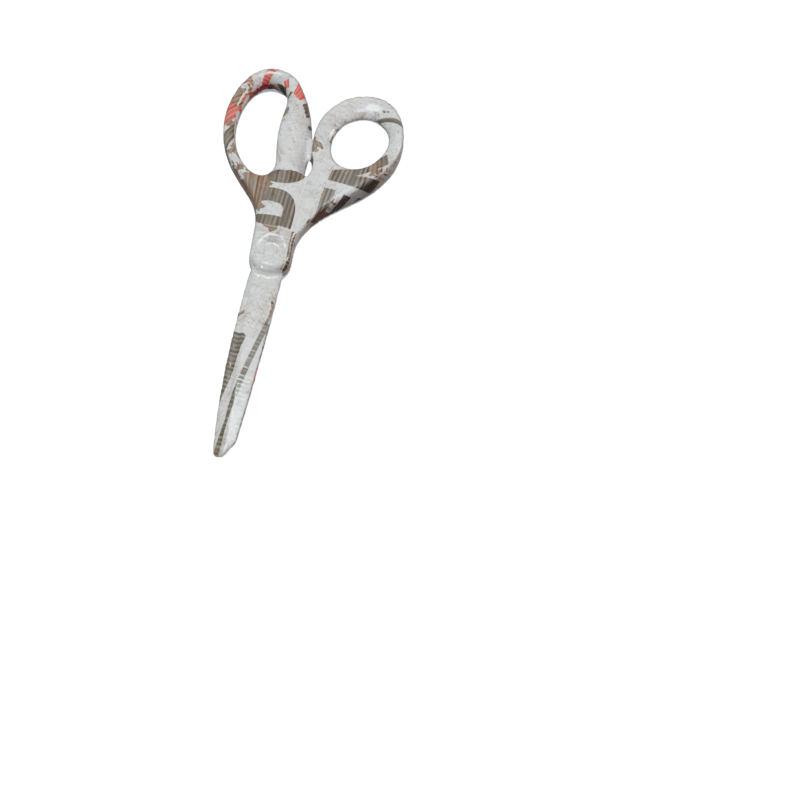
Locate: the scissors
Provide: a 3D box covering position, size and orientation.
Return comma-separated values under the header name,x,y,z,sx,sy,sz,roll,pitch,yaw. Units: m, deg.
name,x,y,z,sx,sy,sz,roll,pitch,yaw
scissors,-0.039,-0.072,0.503,0.096,0.216,0.015,-5,-31,-3
